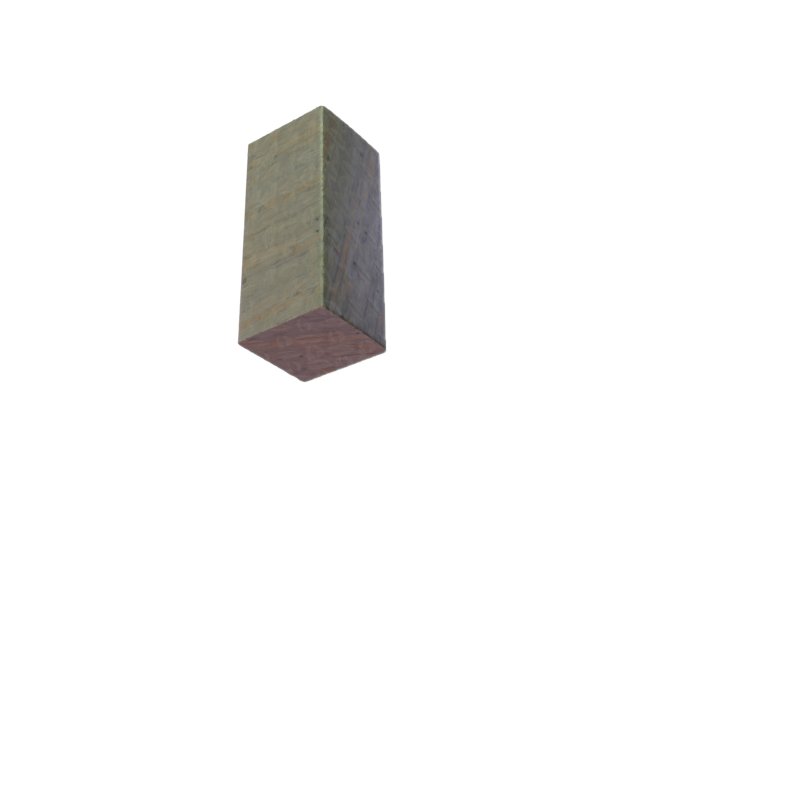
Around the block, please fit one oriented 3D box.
[{"bbox_3d":[-0.074,-0.135,0.949,0.091,0.220,0.084,-23,-37,29],"label":"block"}]
